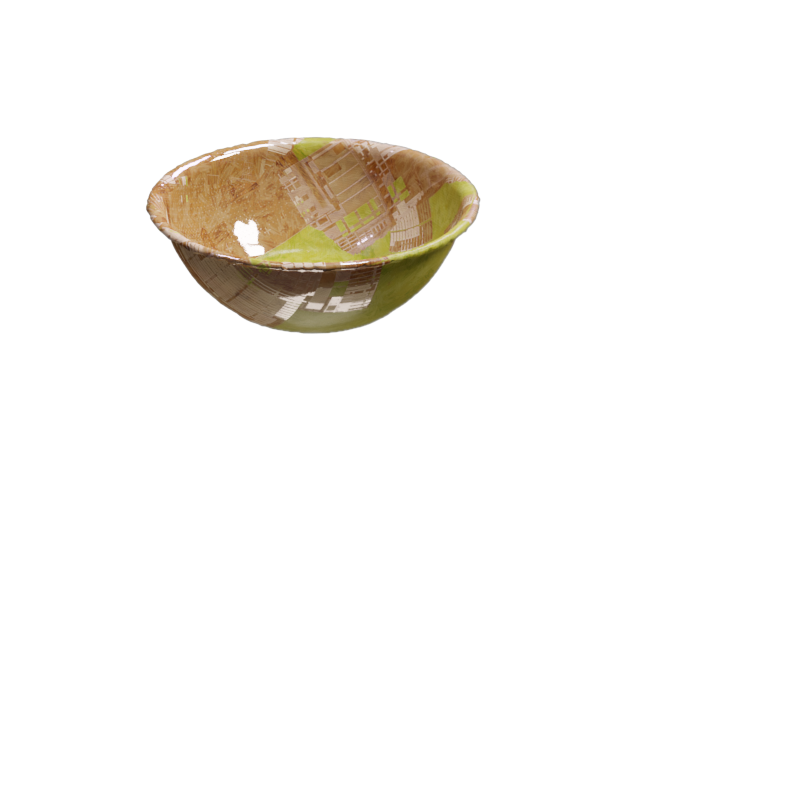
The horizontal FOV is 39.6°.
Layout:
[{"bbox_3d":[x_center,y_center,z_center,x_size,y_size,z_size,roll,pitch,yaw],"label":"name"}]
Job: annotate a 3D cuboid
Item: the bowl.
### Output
[{"bbox_3d":[-0.043,-0.079,0.553,0.162,0.052,0.172,-1,31,-2],"label":"bowl"}]
